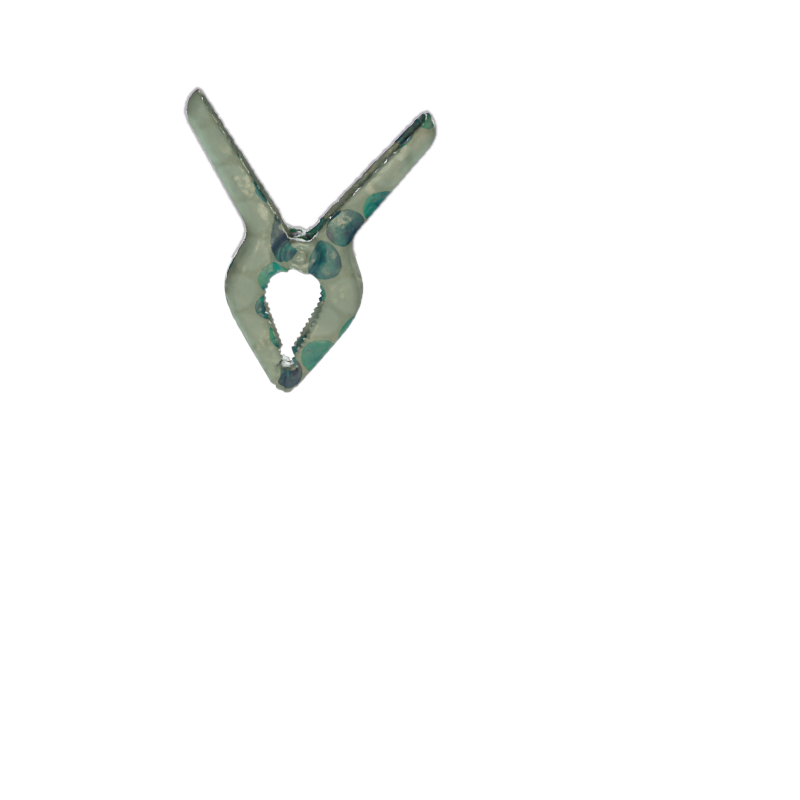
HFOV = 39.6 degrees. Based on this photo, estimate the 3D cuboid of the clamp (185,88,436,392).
[{"bbox_3d":[-0.059,-0.107,0.753,0.164,0.202,0.038,0,17,0],"label":"clamp"}]
